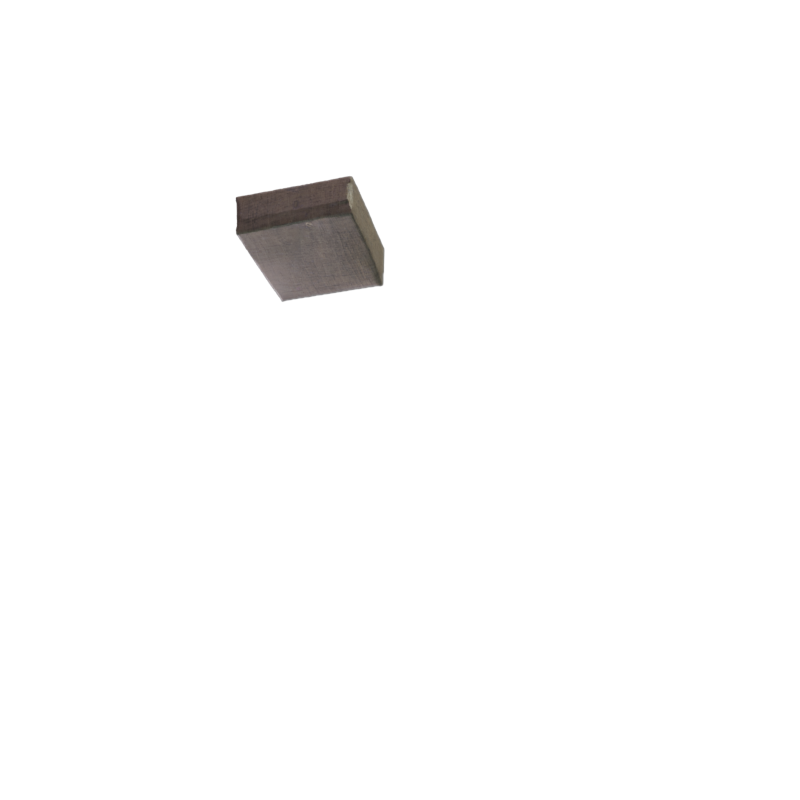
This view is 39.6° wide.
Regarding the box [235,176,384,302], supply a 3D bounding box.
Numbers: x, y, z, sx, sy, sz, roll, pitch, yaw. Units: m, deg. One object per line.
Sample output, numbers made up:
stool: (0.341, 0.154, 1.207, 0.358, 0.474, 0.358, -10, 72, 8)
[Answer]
box: (-0.066, -0.121, 0.846, 0.091, 0.041, 0.105, -7, -29, 12)
